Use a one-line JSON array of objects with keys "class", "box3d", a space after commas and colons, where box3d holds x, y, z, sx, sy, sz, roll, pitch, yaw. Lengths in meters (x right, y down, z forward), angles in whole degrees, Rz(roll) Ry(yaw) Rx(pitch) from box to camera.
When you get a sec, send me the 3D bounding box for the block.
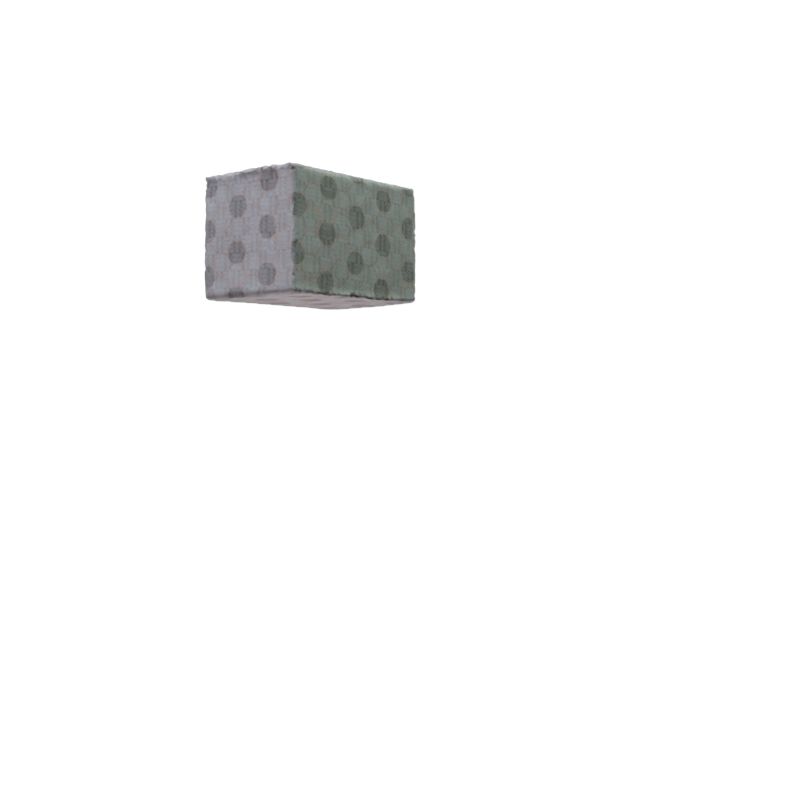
[{"class": "block", "box3d": [-0.036, -0.066, 0.465, 0.054, 0.052, 0.074, -3, -4, 40]}]
